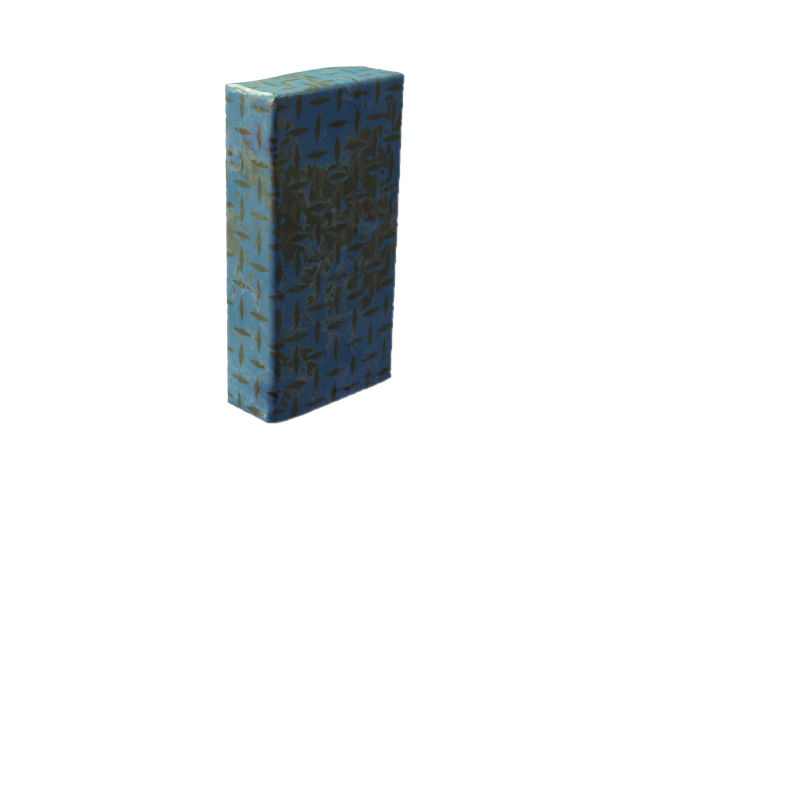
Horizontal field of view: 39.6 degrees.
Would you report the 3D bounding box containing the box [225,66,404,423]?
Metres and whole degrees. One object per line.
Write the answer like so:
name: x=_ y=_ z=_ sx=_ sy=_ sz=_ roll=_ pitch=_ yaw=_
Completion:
box: x=-0.046 y=-0.084 z=0.586 sx=0.051 sy=0.169 sz=0.092 roll=18 pitch=26 yaw=41
